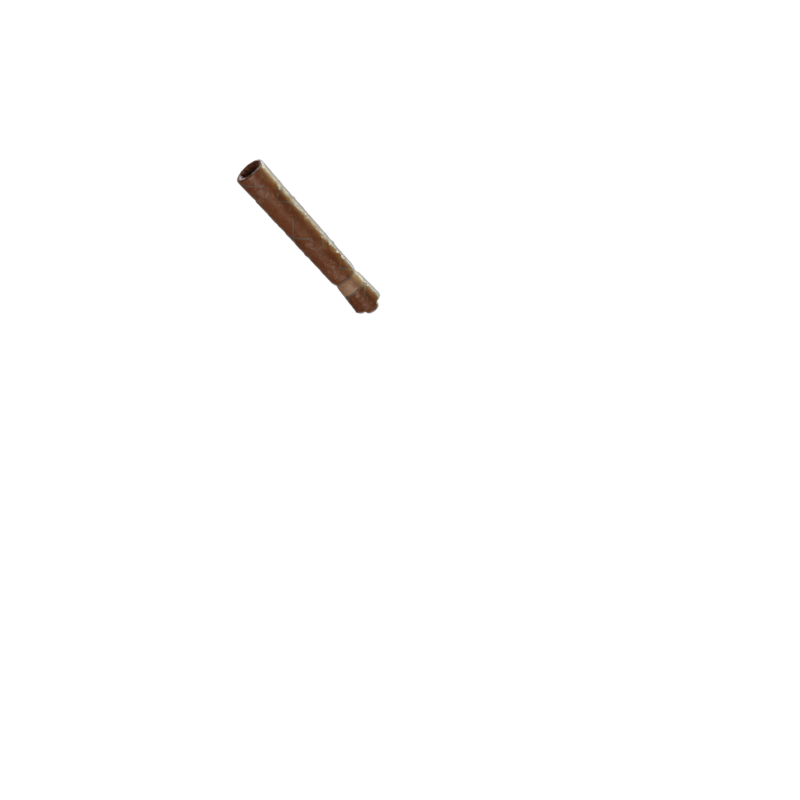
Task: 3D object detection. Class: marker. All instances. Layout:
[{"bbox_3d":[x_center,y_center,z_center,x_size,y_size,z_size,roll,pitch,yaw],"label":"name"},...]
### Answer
[{"bbox_3d":[-0.051,-0.094,0.657,0.114,0.020,0.020,47,-23,-26],"label":"marker"}]
